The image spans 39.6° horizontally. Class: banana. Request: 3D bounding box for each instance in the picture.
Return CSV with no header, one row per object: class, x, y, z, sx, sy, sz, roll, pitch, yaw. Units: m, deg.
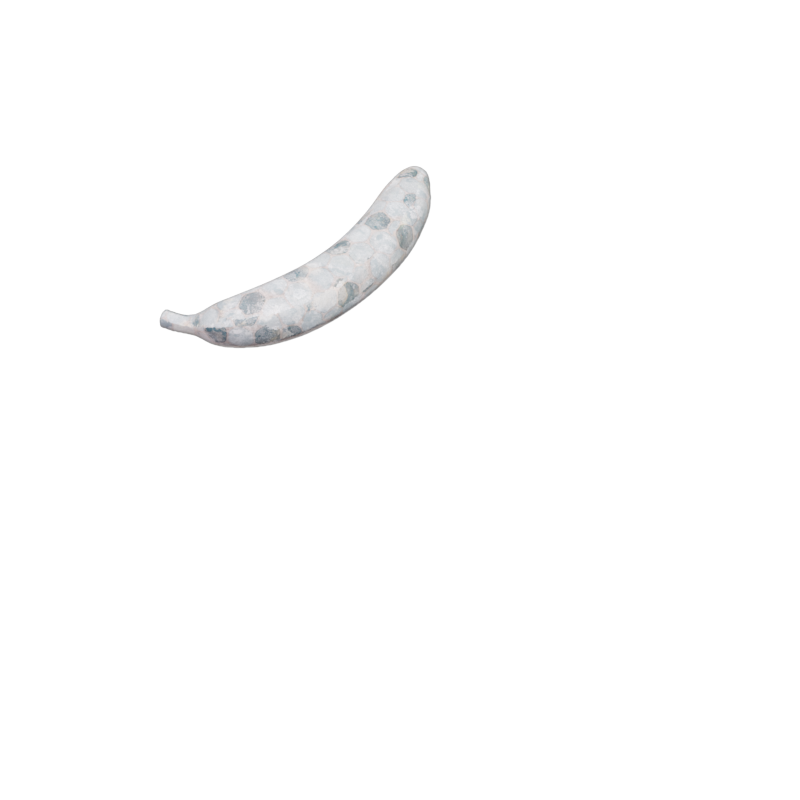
banana,-0.043,-0.081,0.656,0.198,0.034,0.074,-33,59,-23
